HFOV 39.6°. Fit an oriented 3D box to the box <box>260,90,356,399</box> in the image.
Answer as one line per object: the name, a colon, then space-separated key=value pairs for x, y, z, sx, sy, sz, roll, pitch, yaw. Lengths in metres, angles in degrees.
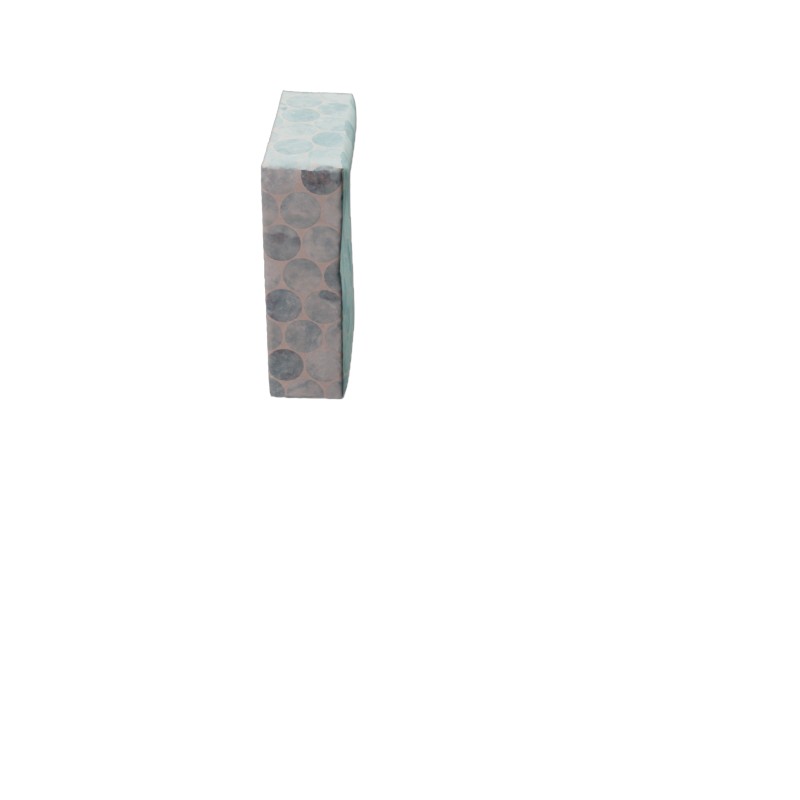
box: x=-0.074 y=-0.134 z=0.940 sx=0.072 sy=0.201 sz=0.174 roll=2 pitch=32 yaw=-1
